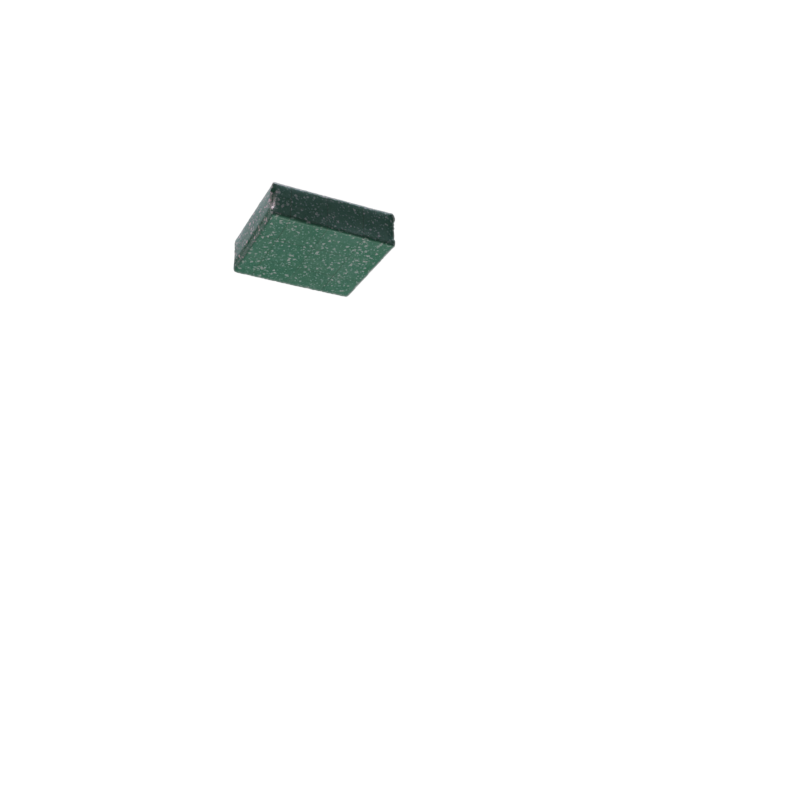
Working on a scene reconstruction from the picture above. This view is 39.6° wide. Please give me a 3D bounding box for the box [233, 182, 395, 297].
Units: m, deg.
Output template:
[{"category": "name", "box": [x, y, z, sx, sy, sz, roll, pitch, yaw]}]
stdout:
[{"category": "box", "box": [-0.058, -0.106, 0.742, 0.086, 0.032, 0.071, 12, -31, -21]}]
